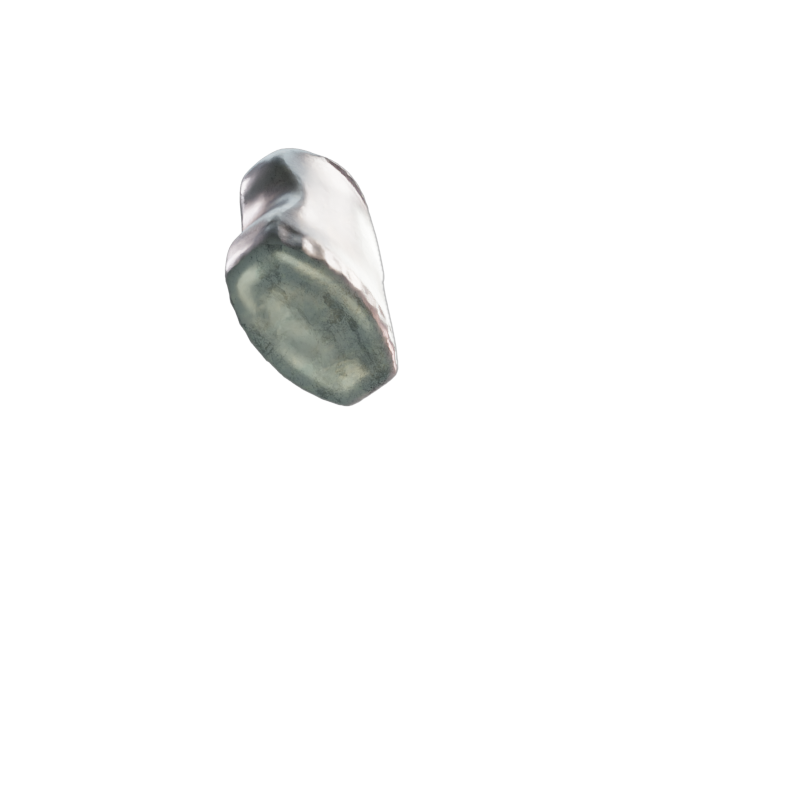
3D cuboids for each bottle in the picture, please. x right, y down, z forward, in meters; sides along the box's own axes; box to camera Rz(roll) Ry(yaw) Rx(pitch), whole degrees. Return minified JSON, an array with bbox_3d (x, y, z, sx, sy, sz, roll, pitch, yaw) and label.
[{"bbox_3d":[-0.047,-0.084,0.593,0.058,0.091,0.204,-37,26,17],"label":"bottle"}]
